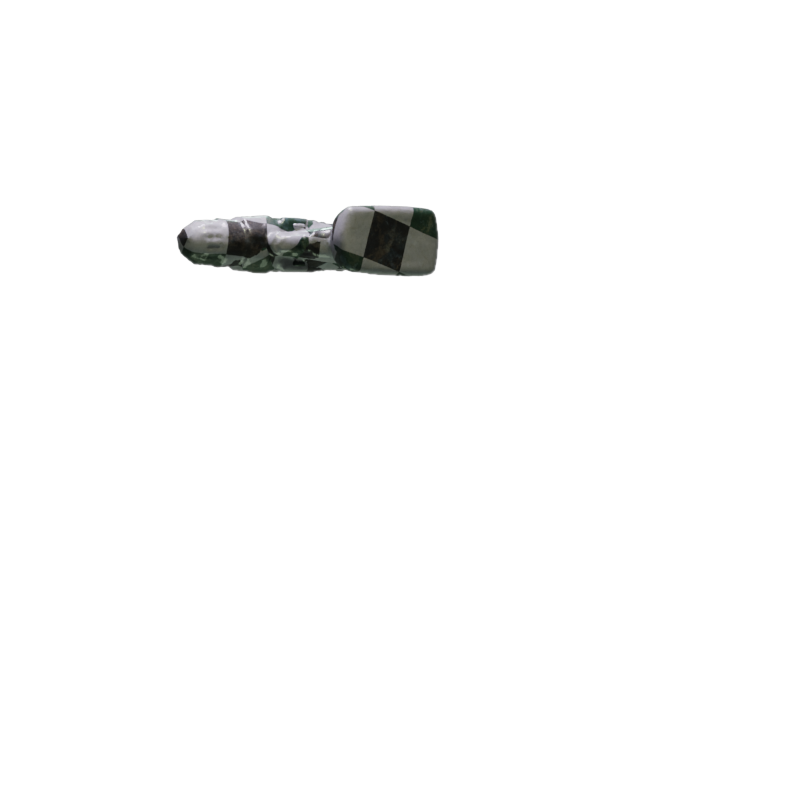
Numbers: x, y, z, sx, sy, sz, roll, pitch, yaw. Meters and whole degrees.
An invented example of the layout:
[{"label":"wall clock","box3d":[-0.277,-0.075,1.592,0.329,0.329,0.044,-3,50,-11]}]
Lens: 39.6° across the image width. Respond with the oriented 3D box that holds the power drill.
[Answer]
[{"label":"power drill","box3d":[-0.075,-0.136,0.954,0.178,0.057,0.196,-6,9,-38]}]
